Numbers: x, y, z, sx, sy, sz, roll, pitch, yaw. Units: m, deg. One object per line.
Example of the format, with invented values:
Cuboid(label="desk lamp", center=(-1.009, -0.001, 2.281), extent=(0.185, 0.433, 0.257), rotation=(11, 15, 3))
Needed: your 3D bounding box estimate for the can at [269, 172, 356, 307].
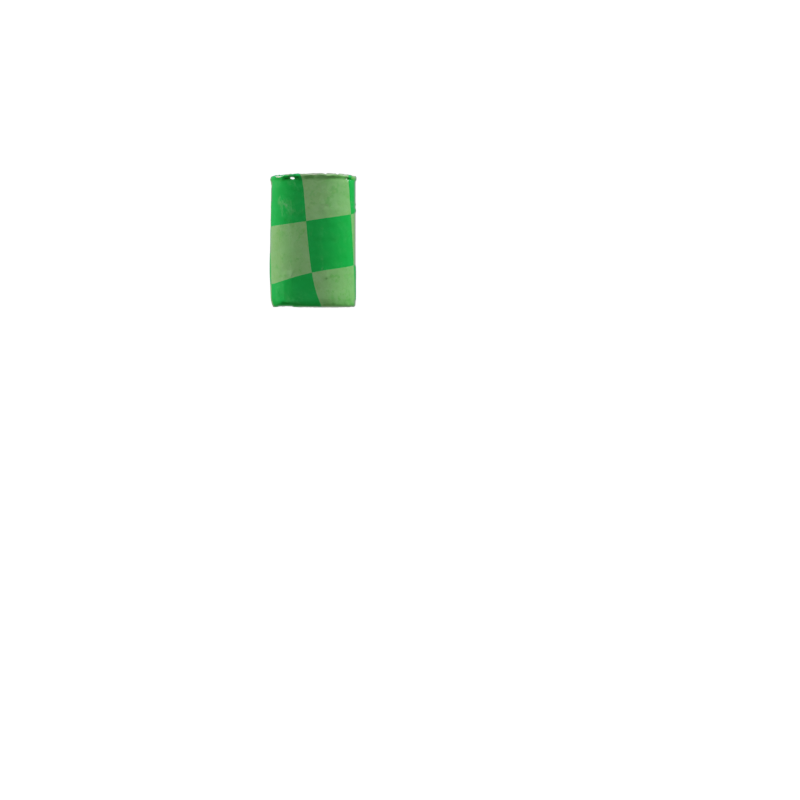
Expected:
Cuboid(label="can", center=(-0.068, -0.124, 0.868), extent=(0.068, 0.103, 0.068), rotation=(0, 0, -2))
